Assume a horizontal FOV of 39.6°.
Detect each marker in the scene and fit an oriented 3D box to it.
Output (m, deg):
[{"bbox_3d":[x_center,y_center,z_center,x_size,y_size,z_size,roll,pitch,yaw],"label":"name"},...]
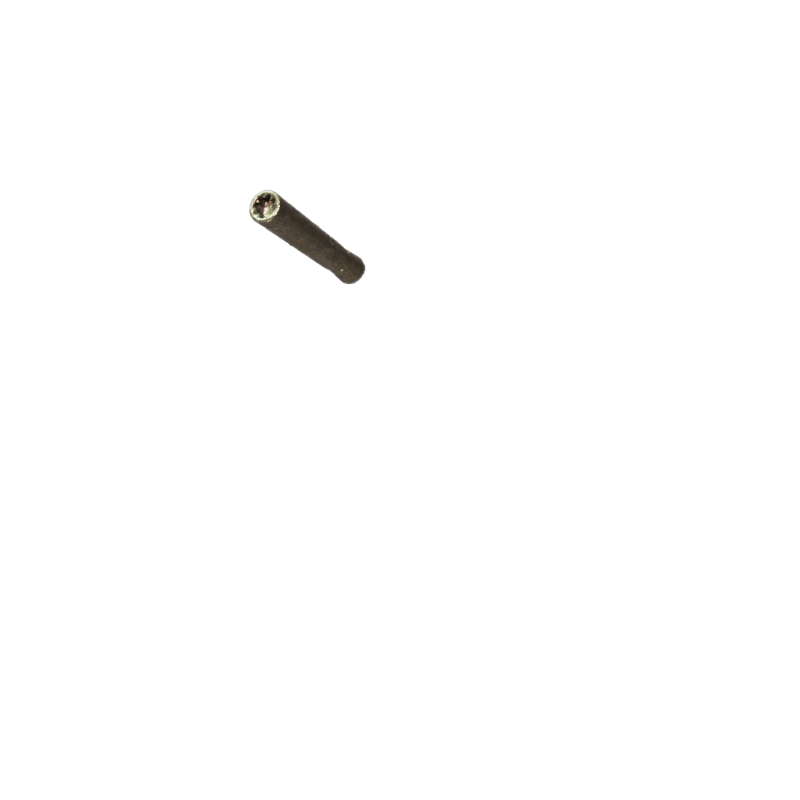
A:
[{"bbox_3d":[-0.050,-0.091,0.635,0.020,0.020,0.114,2,-11,24],"label":"marker"}]
